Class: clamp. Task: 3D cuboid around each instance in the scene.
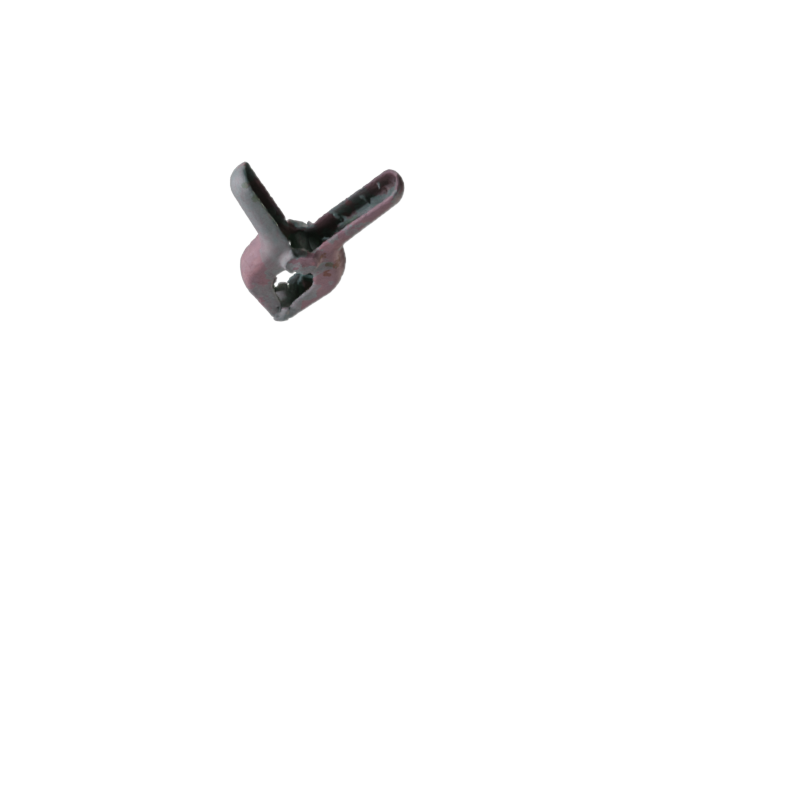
[{"bbox_3d":[-0.063,-0.116,0.810,0.119,0.042,0.162,3,-29,-5],"label":"clamp"}]
